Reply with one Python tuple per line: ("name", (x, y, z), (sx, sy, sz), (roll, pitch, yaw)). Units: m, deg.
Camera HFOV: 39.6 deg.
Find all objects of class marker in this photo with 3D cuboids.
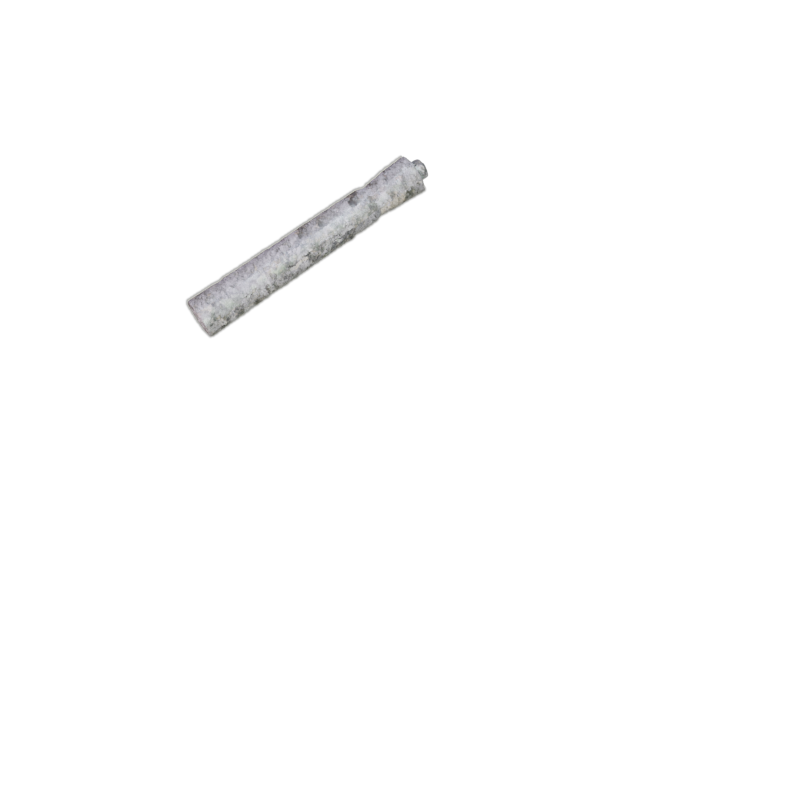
("marker", (-0.038, -0.069, 0.484), (0.121, 0.019, 0.020), (-36, 13, -11))
